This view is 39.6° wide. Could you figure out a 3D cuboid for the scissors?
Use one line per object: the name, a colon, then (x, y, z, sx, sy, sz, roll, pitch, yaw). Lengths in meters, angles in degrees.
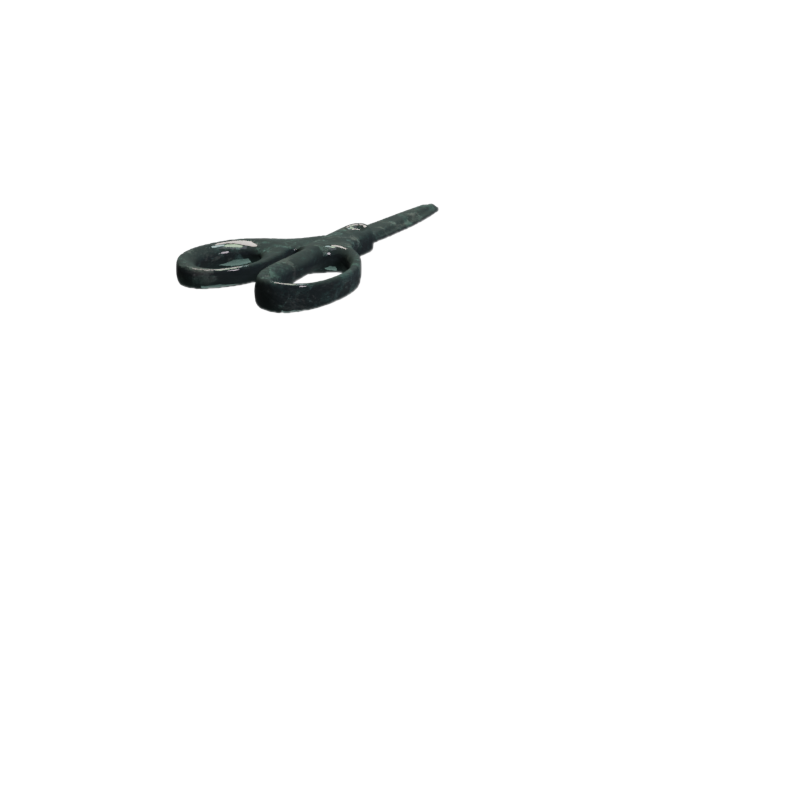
scissors: (-0.044, -0.081, 0.567, 0.098, 0.015, 0.206, 4, 21, 11)
